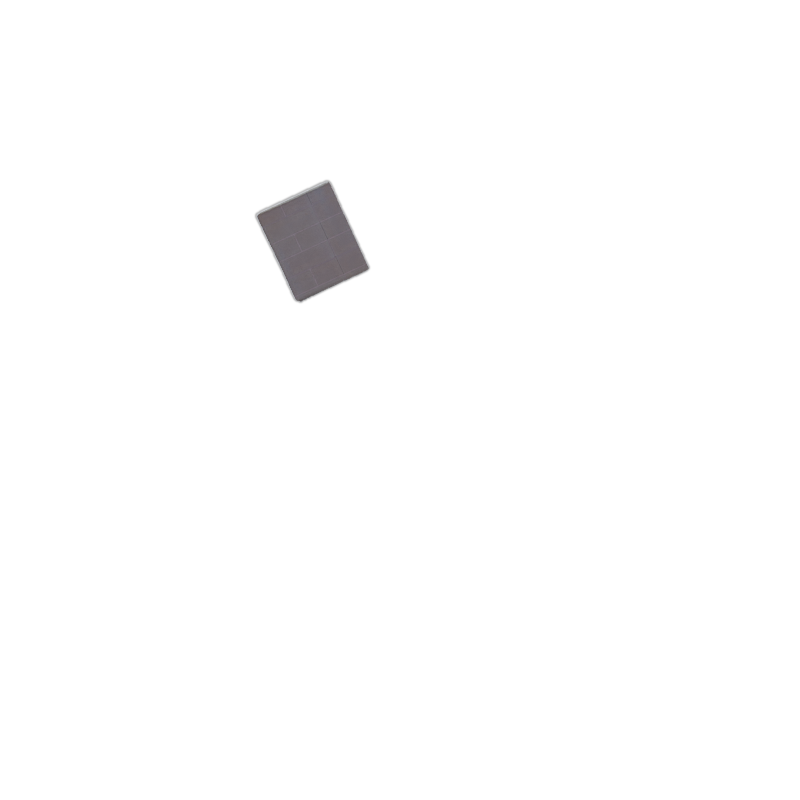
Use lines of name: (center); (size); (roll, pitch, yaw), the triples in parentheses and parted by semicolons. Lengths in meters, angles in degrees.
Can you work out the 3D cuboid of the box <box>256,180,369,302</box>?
box: (-0.078, -0.143, 0.999); (0.073, 0.088, 0.030); (-25, 4, 1)
